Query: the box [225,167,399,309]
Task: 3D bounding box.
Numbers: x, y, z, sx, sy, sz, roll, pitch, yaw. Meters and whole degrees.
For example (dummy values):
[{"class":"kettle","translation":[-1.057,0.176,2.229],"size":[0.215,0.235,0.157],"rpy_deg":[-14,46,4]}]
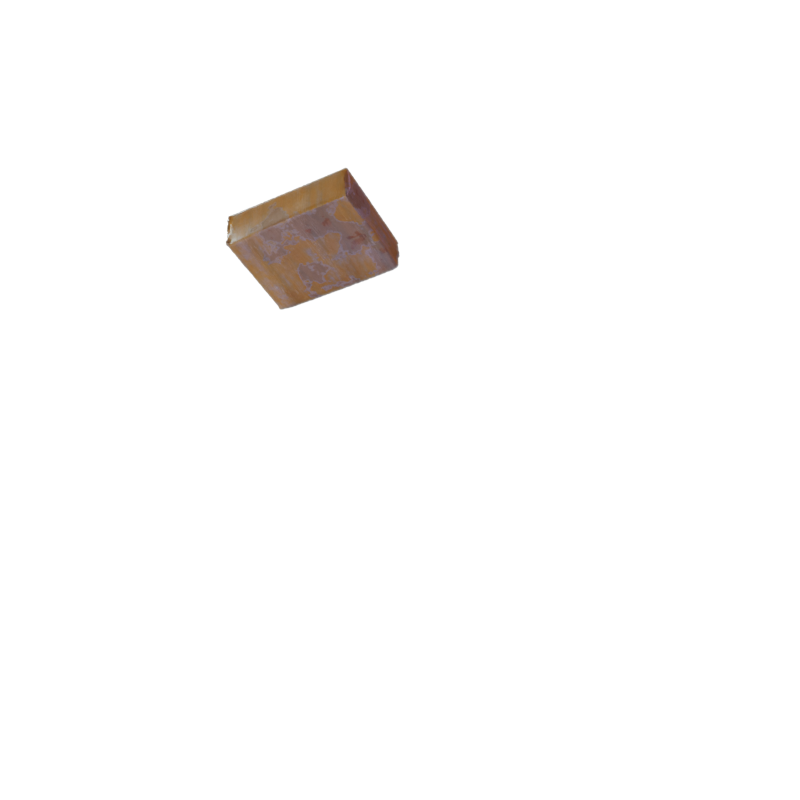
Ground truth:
[{"class":"box","translation":[-0.070,-0.127,0.893],"size":[0.114,0.042,0.083],"rpy_deg":[-20,-48,19]}]
